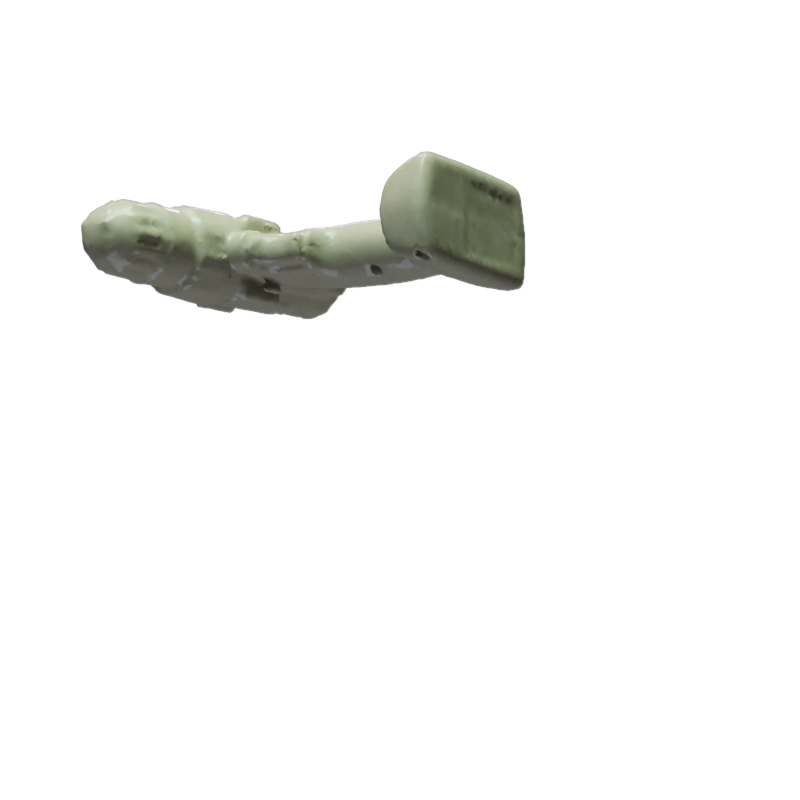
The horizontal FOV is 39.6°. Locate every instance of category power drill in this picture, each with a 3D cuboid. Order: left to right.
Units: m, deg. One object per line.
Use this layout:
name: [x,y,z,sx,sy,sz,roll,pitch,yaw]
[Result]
power drill: [-0.045,-0.083,0.578,0.193,0.058,0.176,-3,-4,37]
